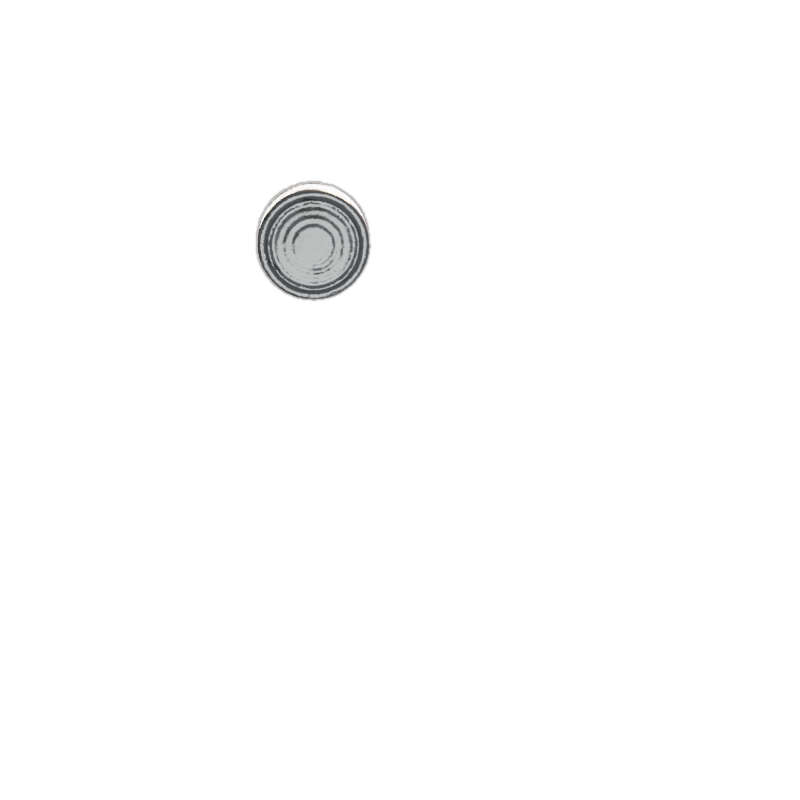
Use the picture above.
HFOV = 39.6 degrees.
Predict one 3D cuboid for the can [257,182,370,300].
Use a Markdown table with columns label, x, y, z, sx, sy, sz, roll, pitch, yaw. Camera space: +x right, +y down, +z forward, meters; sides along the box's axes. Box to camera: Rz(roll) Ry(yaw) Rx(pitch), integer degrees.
| label | x | y | z | sx | sy | sz | roll | pitch | yaw |
| --- | --- | --- | --- | --- | --- | --- | --- | --- | --- |
| can | -0.065 | -0.119 | 0.837 | 0.086 | 0.083 | 0.035 | 0 | 13 | -1 |
